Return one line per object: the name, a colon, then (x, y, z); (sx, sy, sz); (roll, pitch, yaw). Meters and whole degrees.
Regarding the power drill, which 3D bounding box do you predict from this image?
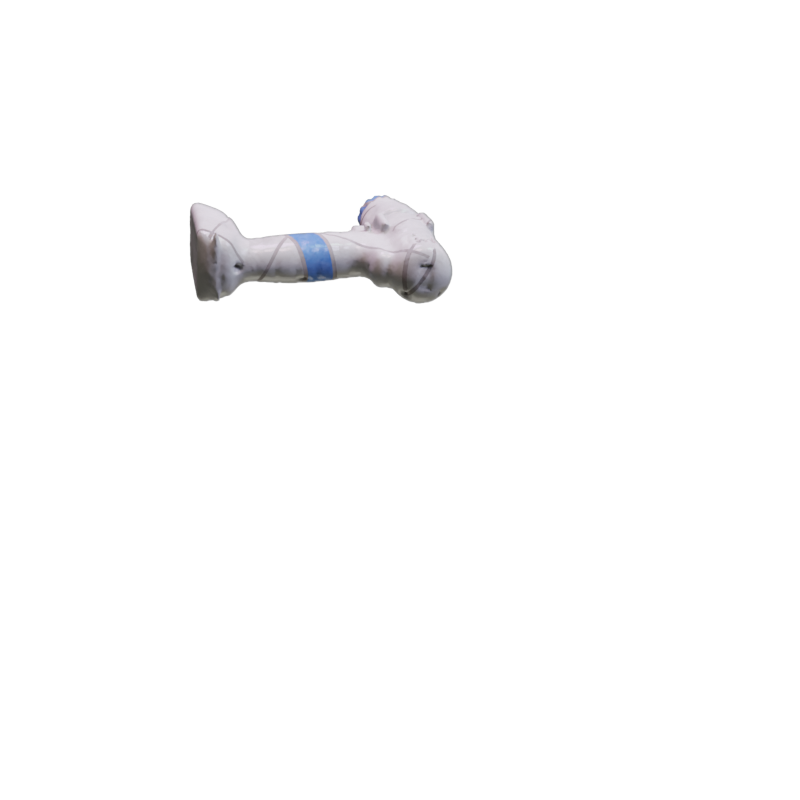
power drill: (-0.067, -0.122, 0.853); (0.186, 0.055, 0.194); (-4, 21, -9)
